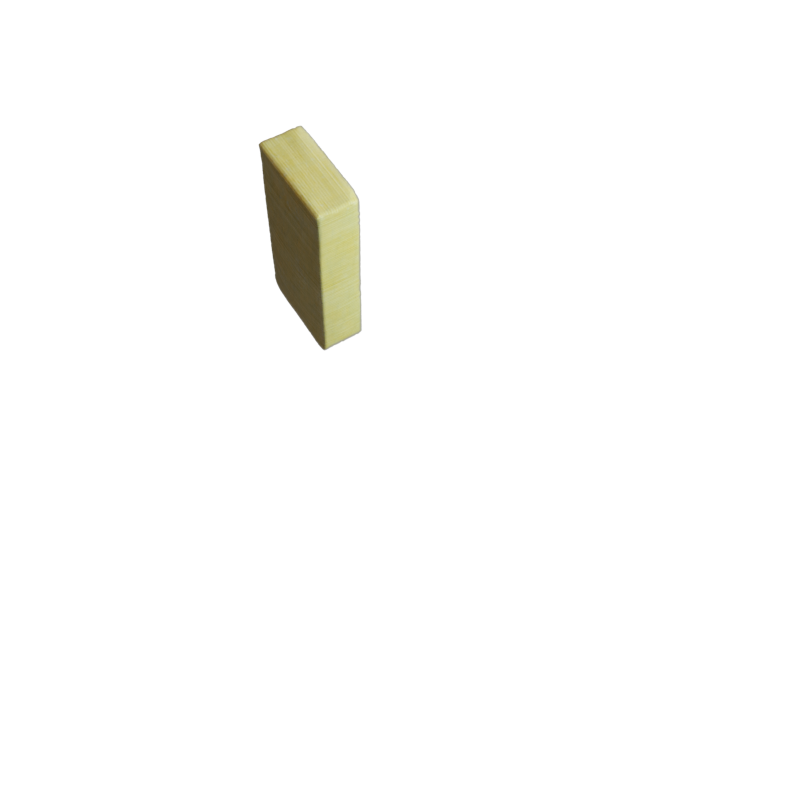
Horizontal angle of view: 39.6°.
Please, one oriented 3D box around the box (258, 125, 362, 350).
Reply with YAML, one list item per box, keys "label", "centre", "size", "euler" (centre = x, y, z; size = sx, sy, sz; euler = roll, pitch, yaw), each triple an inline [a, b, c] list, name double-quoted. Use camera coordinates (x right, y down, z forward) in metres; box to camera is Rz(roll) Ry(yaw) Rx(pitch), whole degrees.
- label: "box"
  centre: [-0.070, -0.129, 0.902]
  size: [0.048, 0.100, 0.165]
  euler: [-24, -30, -19]
